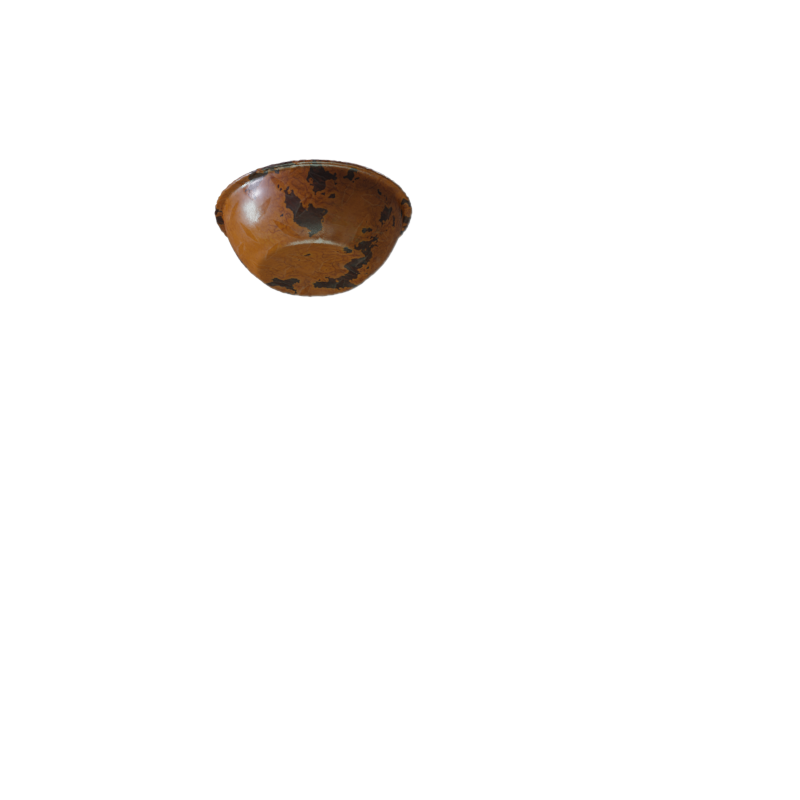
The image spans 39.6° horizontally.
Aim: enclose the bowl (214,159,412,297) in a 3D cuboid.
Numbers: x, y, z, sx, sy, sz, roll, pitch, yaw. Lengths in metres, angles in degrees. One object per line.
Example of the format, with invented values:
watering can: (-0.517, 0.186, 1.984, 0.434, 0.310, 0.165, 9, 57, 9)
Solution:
bowl: (-0.070, -0.128, 0.896, 0.162, 0.058, 0.153, 1, -25, -2)
